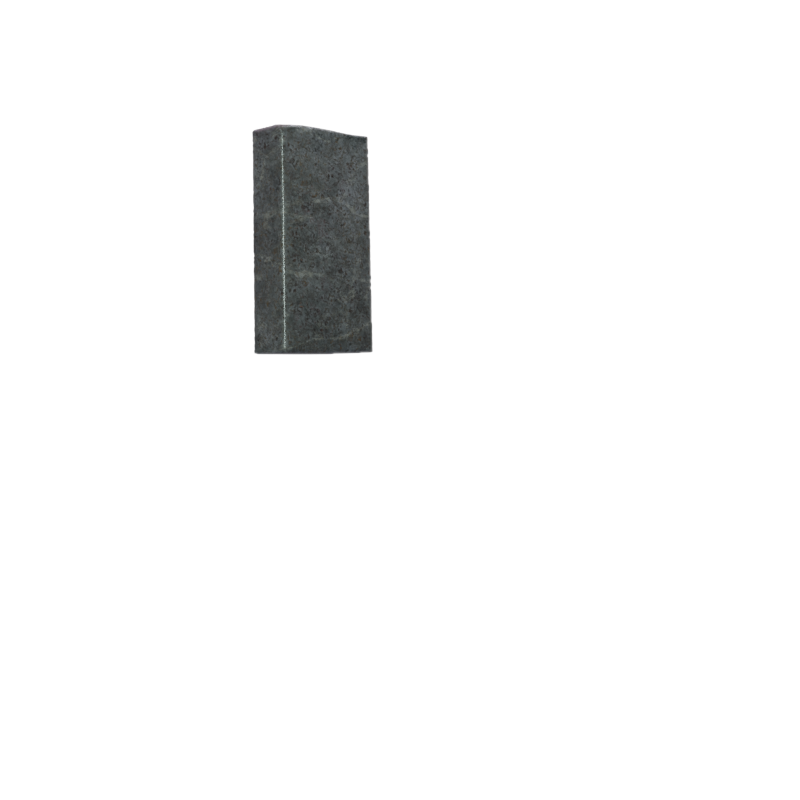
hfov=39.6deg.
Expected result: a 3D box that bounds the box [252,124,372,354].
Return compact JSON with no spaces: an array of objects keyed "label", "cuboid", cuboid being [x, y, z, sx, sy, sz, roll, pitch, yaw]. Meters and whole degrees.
[{"label":"box","cuboid":[-0.068,-0.125,0.875,0.089,0.178,0.050,2,-4,-42]}]
